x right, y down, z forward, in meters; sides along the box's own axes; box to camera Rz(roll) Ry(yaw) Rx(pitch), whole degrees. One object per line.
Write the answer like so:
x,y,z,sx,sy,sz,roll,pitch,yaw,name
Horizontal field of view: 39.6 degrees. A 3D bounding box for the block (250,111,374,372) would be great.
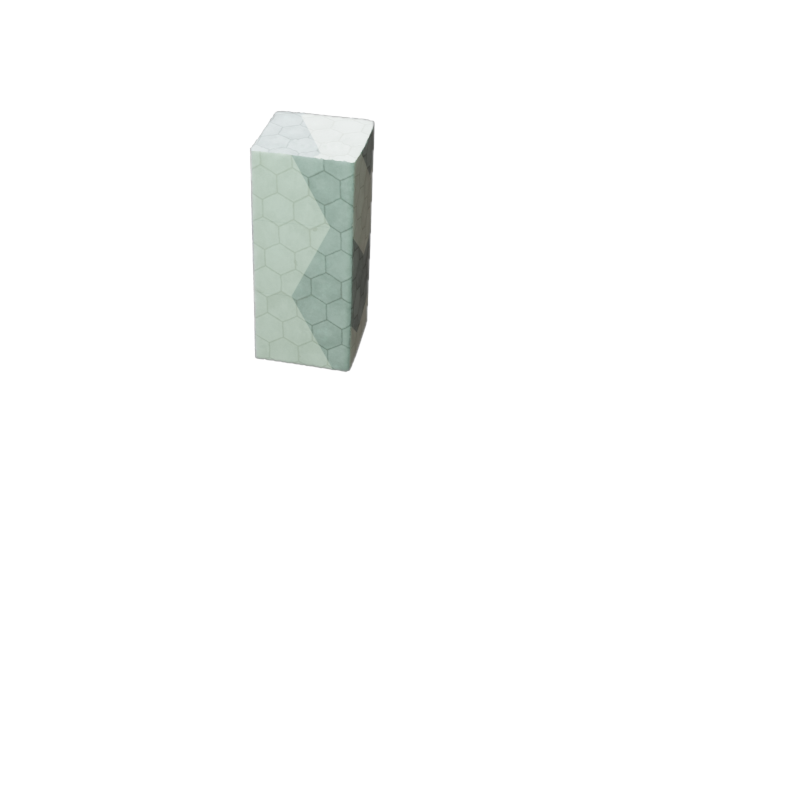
-0.076,-0.140,0.978,0.092,0.194,0.094,8,32,9,block
